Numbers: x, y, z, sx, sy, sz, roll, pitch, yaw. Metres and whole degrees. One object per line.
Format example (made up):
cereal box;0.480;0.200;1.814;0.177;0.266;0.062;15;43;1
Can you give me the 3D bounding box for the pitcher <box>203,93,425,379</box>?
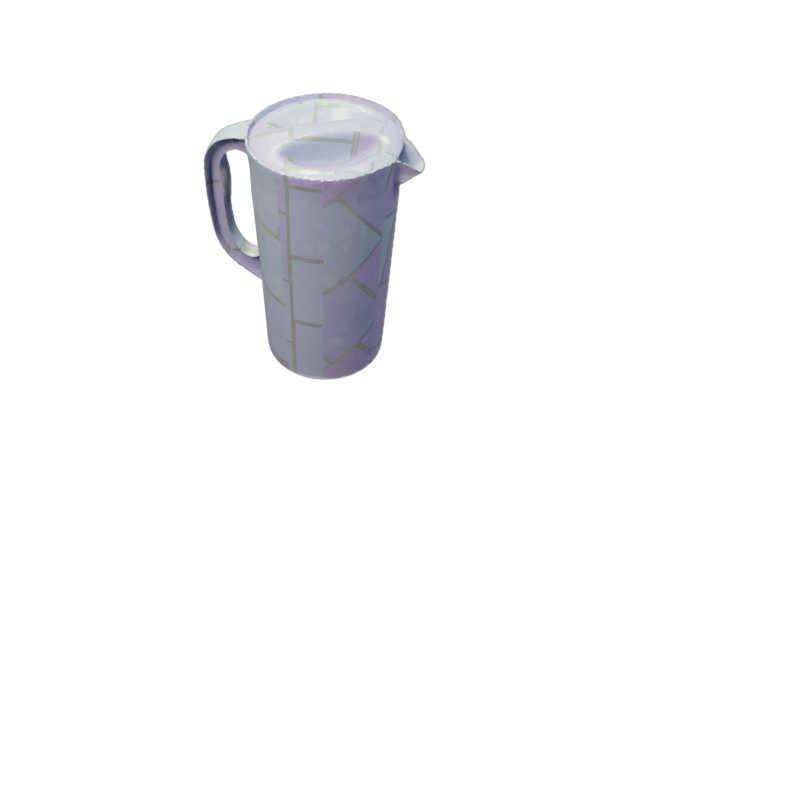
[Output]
pitcher;-0.077;-0.140;0.978;0.144;0.227;0.161;-22;47;-25
